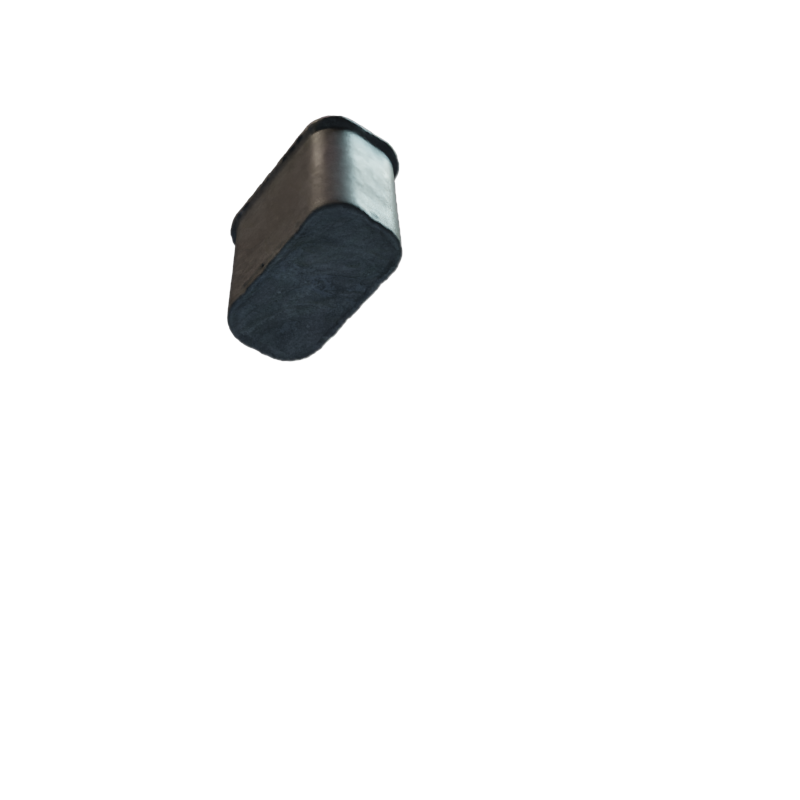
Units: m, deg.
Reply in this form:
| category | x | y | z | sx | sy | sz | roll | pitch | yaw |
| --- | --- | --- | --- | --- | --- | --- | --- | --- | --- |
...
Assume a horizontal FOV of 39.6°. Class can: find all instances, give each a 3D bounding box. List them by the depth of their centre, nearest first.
| category | x | y | z | sx | sy | sz | roll | pitch | yaw |
| --- | --- | --- | --- | --- | --- | --- | --- | --- | --- |
| can | -0.044 | -0.080 | 0.563 | 0.055 | 0.100 | 0.090 | 30 | 31 | -24 |
